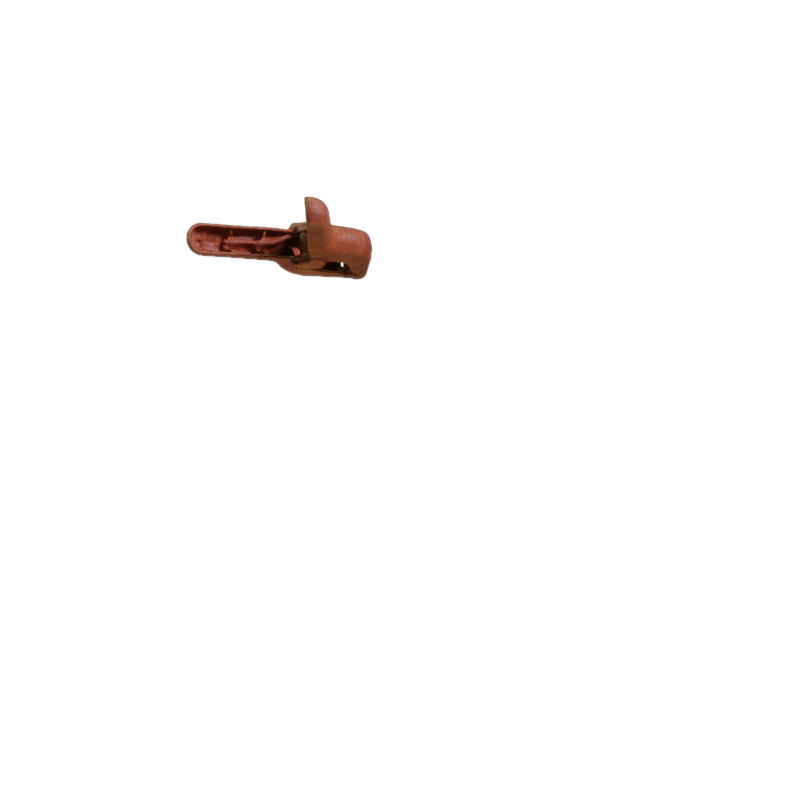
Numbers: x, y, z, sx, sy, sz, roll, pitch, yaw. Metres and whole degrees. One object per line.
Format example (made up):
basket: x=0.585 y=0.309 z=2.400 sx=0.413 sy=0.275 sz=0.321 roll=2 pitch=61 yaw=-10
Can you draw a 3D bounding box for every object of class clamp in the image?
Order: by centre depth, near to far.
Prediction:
clamp: x=-0.068 y=-0.123 z=0.865 sx=0.124 sy=0.040 sz=0.164 roll=-2 pitch=-3 yaw=39
